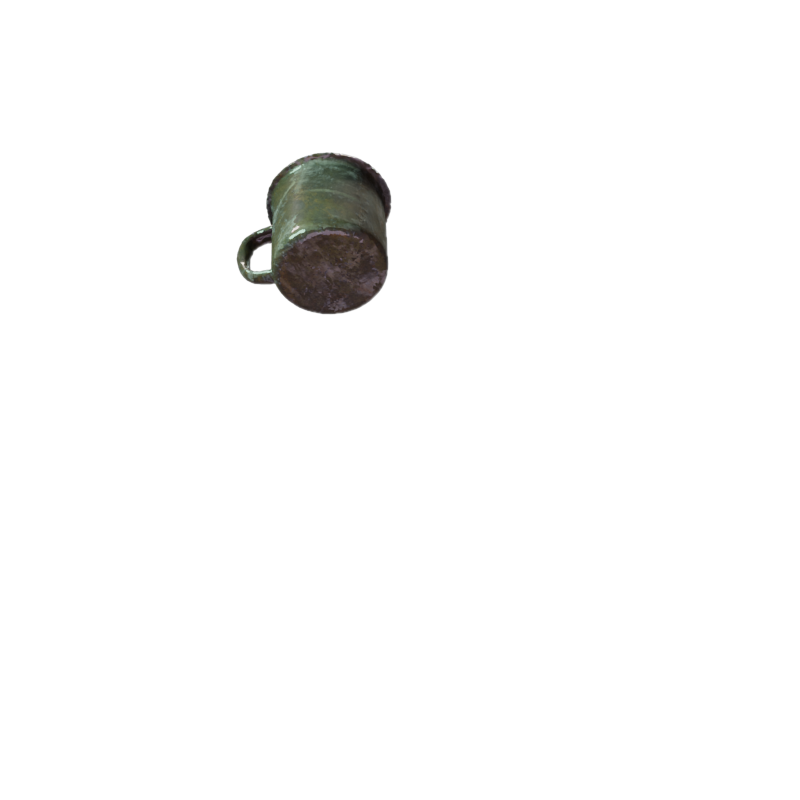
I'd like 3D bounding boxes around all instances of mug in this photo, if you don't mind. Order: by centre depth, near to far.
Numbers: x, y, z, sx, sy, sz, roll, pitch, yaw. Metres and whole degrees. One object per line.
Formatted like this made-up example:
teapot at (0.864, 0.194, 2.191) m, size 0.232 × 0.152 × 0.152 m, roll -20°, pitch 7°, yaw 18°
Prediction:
mug at (-0.062, -0.113, 0.794) m, size 0.118 × 0.086 × 0.087 m, roll -13°, pitch 41°, yaw 10°
